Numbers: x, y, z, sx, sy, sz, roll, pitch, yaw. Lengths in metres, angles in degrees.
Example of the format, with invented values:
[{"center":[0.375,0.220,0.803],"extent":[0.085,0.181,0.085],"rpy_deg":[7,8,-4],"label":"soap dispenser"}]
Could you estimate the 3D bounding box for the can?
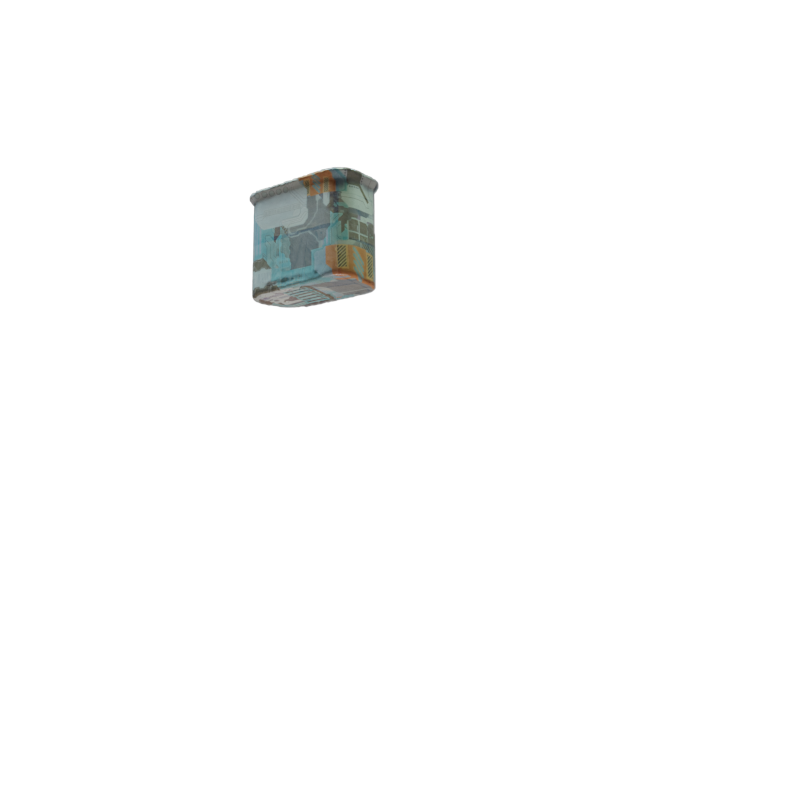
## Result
[{"center":[-0.066,-0.120,0.840],"extent":[0.104,0.087,0.054],"rpy_deg":[-11,-20,35],"label":"can"}]
